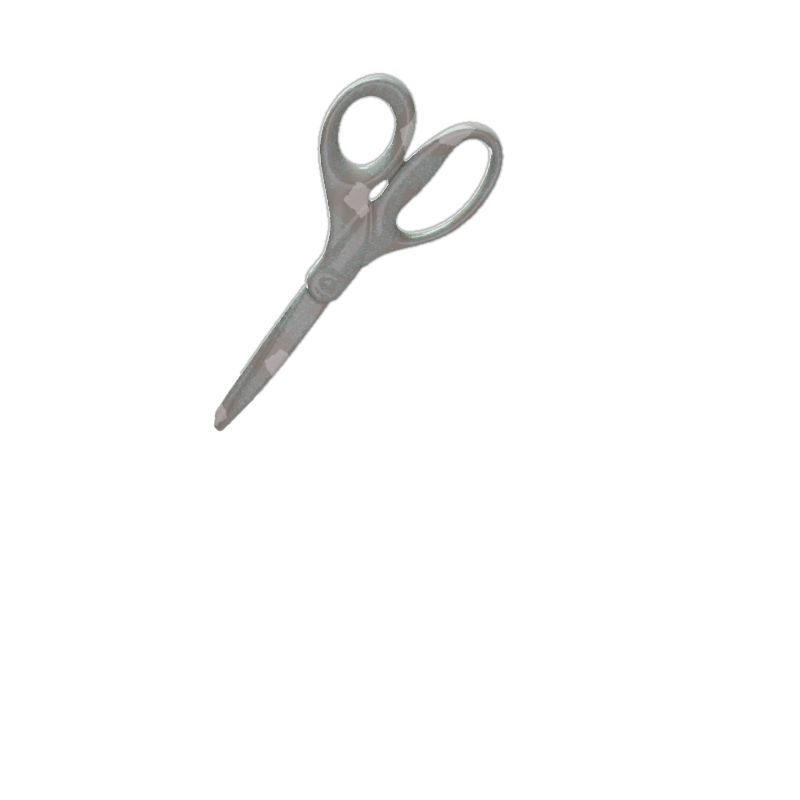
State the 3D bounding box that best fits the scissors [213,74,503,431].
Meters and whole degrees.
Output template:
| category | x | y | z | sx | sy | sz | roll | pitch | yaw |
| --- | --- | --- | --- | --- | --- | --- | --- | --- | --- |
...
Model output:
| category | x | y | z | sx | sy | sz | roll | pitch | yaw |
| --- | --- | --- | --- | --- | --- | --- | --- | --- | --- |
| scissors | -0.042 | -0.077 | 0.542 | 0.201 | 0.093 | 0.016 | -37 | 12 | 9 |
